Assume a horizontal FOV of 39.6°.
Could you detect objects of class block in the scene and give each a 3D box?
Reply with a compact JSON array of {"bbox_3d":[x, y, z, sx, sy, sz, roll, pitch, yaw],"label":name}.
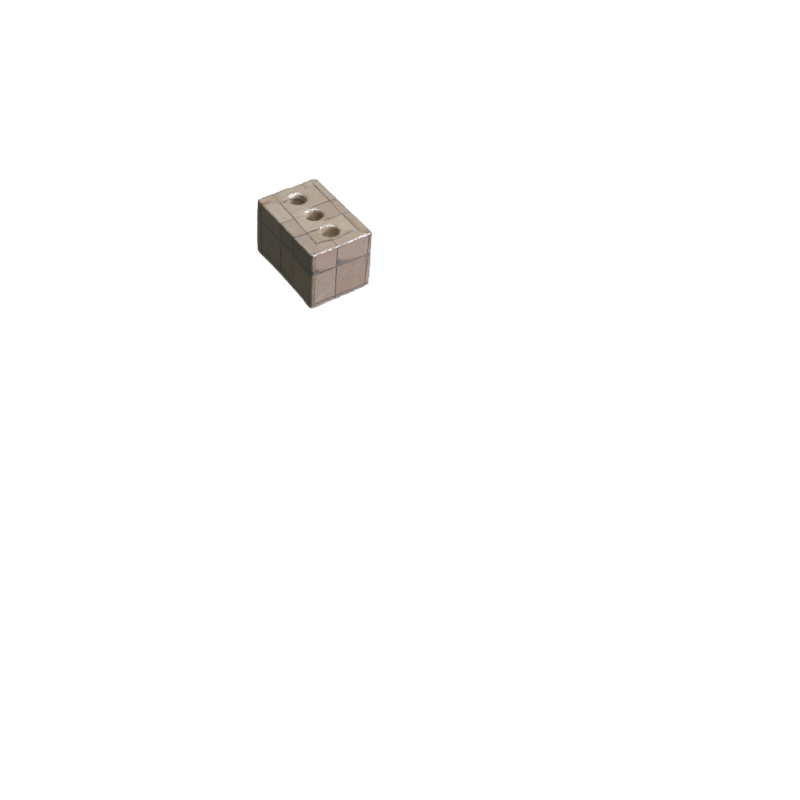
[{"bbox_3d":[-0.063,-0.115,0.805,0.052,0.048,0.084,-24,49,-25],"label":"block"}]
